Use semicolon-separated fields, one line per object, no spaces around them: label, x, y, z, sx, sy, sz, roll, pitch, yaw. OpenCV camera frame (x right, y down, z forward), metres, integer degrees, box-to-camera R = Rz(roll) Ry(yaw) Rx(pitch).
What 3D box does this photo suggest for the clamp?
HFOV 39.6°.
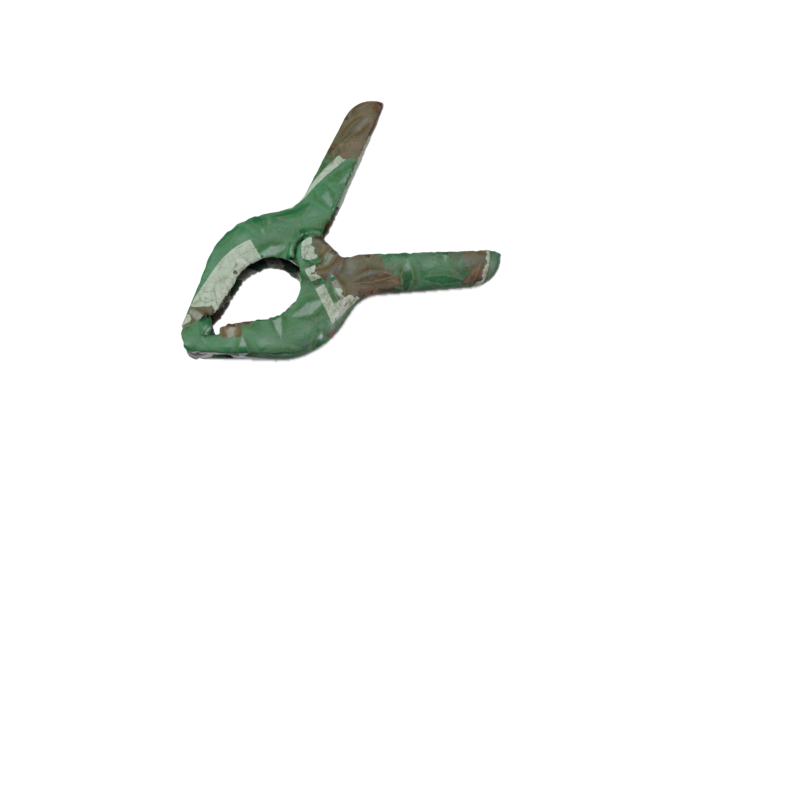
clamp;-0.046;-0.084;0.592;0.171;0.127;0.037;-25;-20;-10
